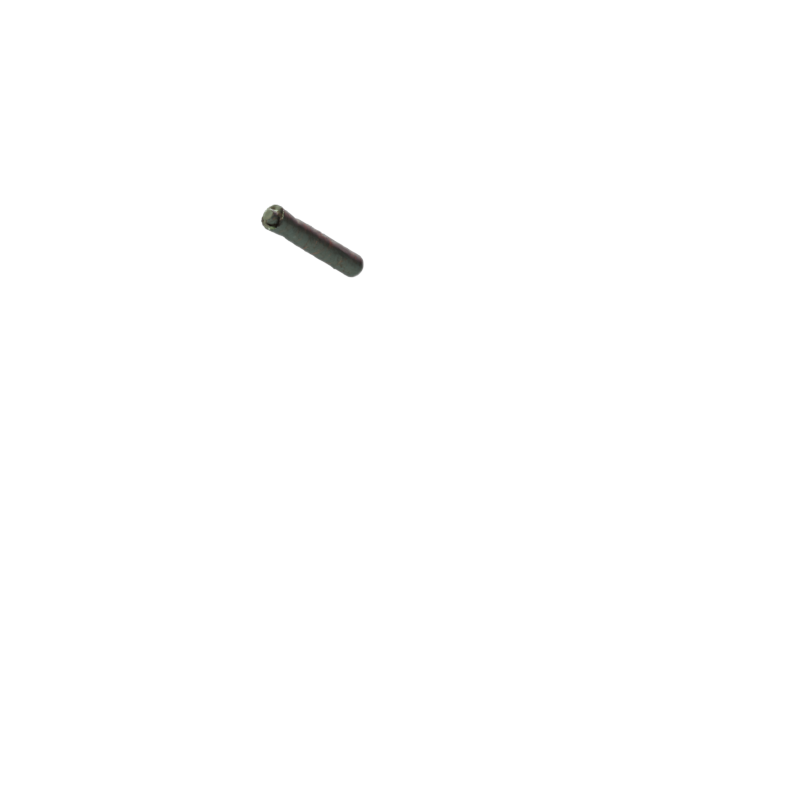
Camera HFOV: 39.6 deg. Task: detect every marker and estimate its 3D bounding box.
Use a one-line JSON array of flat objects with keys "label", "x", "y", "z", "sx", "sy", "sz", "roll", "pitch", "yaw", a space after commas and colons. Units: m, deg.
[{"label": "marker", "x": -0.063, "y": -0.115, "z": 0.803, "sx": 0.020, "sy": 0.020, "sz": 0.113, "roll": 3, "pitch": -11, "yaw": 30}]
